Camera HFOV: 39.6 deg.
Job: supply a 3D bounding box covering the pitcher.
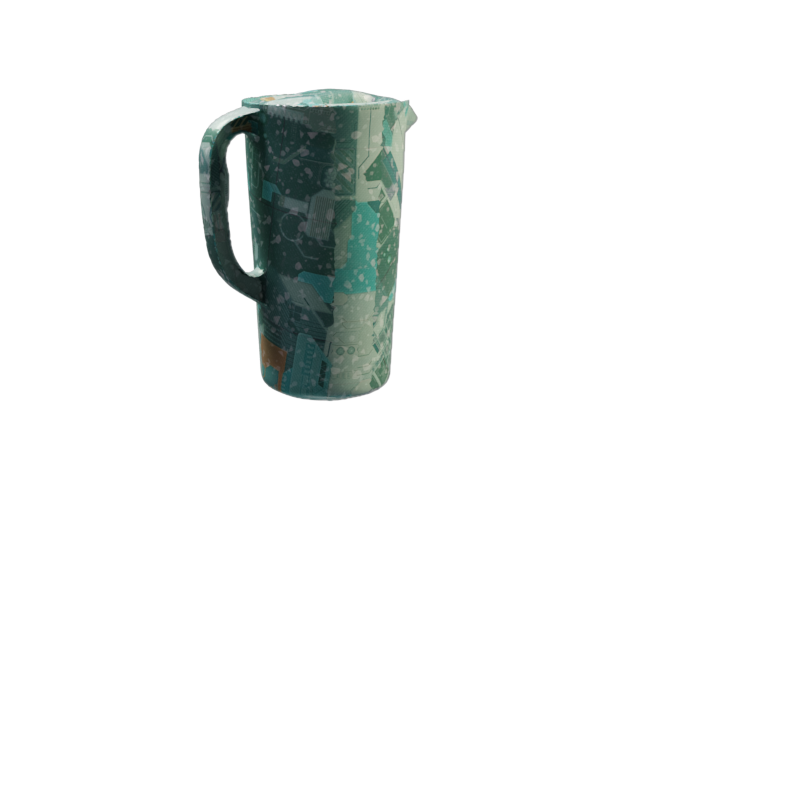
[{"bbox_3d":[-0.070,-0.128,0.894,0.152,0.236,0.146,4,14,13],"label":"pitcher"}]
